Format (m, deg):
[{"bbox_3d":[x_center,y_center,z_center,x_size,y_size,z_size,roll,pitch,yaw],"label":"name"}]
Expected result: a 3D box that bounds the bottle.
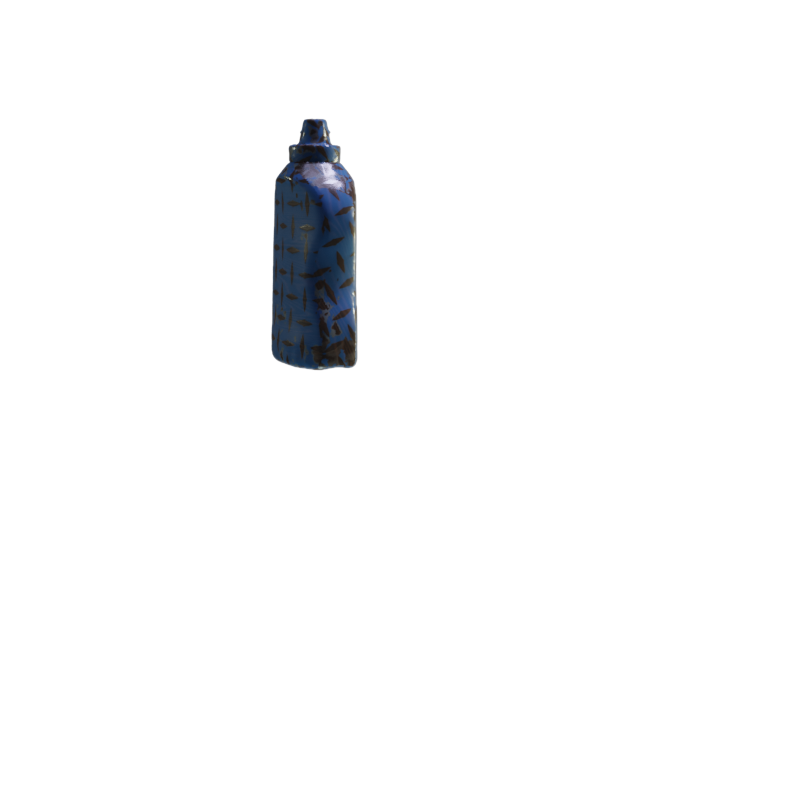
[{"bbox_3d":[-0.068,-0.125,0.872,0.057,0.190,0.100,-1,5,-26],"label":"bottle"}]
